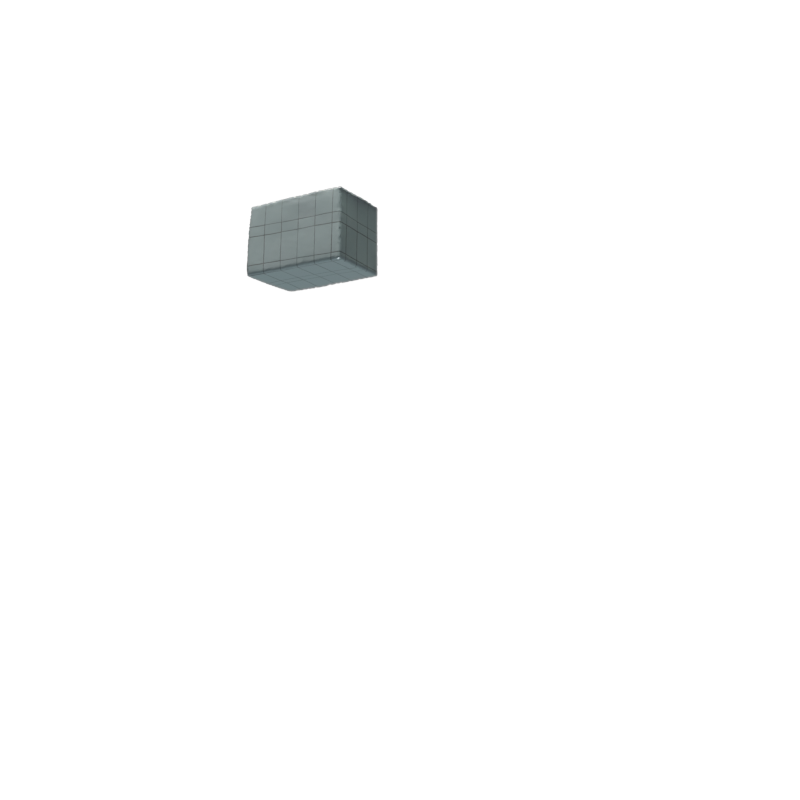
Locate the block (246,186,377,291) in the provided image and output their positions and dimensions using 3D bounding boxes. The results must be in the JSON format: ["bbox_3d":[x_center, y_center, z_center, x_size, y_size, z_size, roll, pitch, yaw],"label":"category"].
[{"bbox_3d":[-0.061,-0.111,0.775,0.080,0.053,0.050,-8,-16,30],"label":"block"}]
